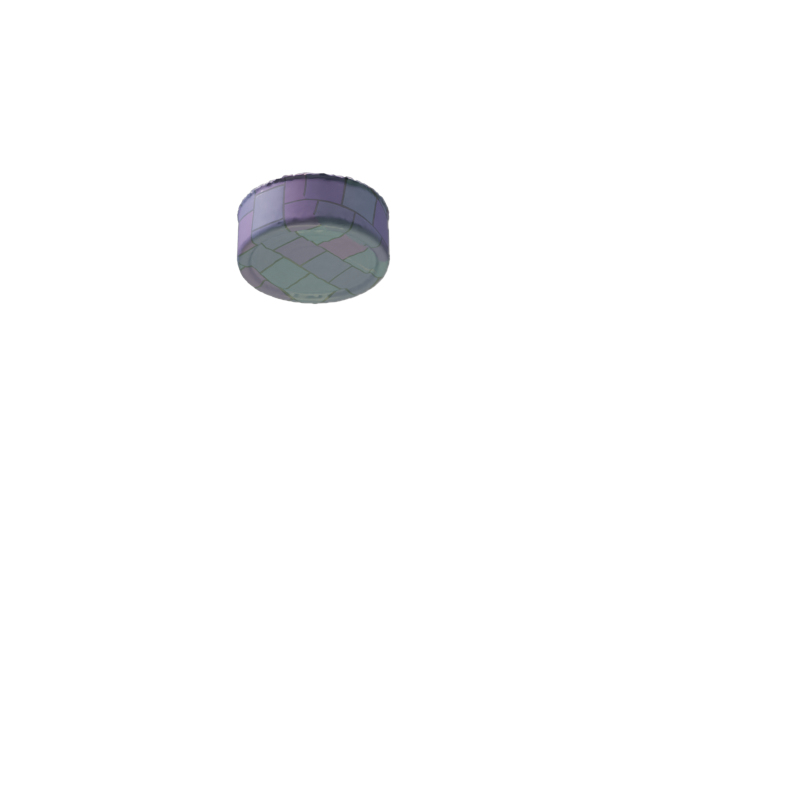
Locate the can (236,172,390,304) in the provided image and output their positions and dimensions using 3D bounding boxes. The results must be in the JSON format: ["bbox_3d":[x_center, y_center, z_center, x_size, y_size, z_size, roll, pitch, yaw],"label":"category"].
[{"bbox_3d":[-0.048,-0.088,0.616,0.086,0.036,0.081,1,-28,-2],"label":"can"}]
